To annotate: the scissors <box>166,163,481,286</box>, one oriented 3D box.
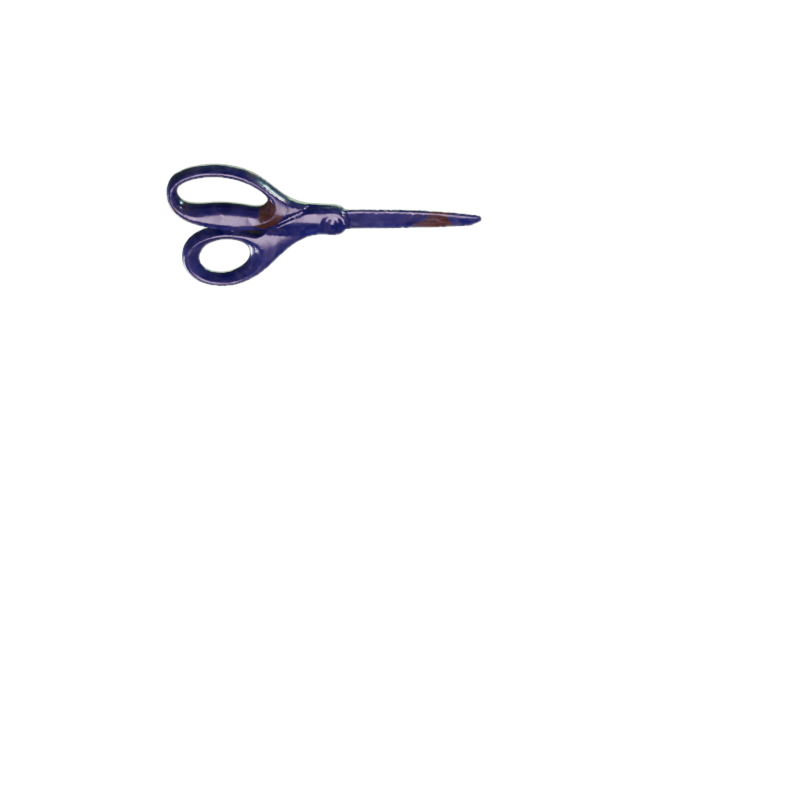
[{"bbox_3d":[-0.057,-0.104,0.729,0.198,0.091,0.017,13,34,-9],"label":"scissors"}]
